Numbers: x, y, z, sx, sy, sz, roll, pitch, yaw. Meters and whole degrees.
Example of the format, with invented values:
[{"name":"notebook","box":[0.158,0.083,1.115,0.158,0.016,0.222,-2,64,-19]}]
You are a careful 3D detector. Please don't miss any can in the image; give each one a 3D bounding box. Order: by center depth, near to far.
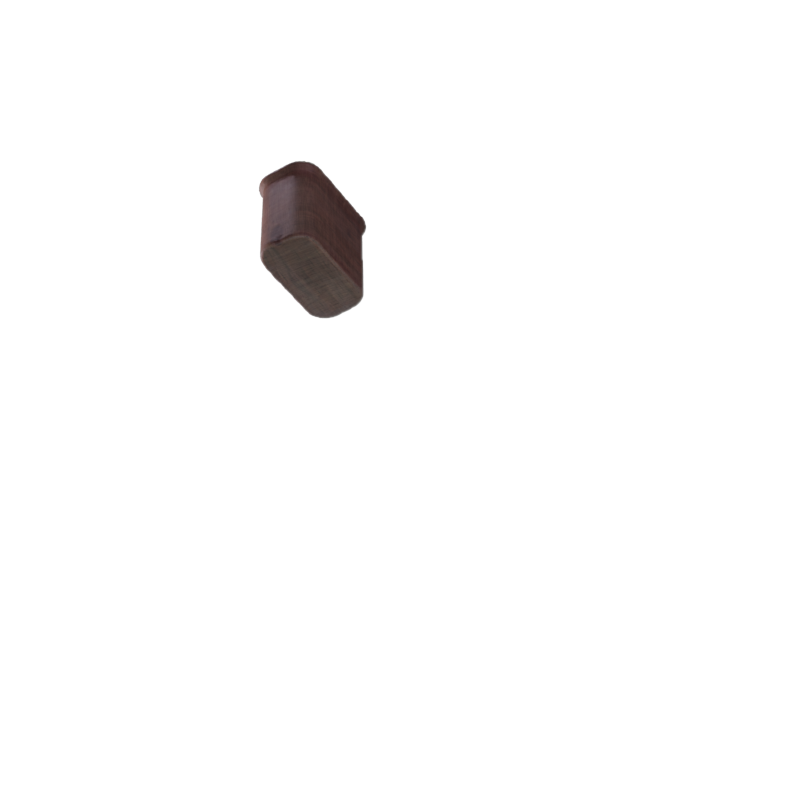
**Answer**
[{"name":"can","box":[-0.070,-0.128,0.898,0.058,0.090,0.094,-24,-46,22]}]
